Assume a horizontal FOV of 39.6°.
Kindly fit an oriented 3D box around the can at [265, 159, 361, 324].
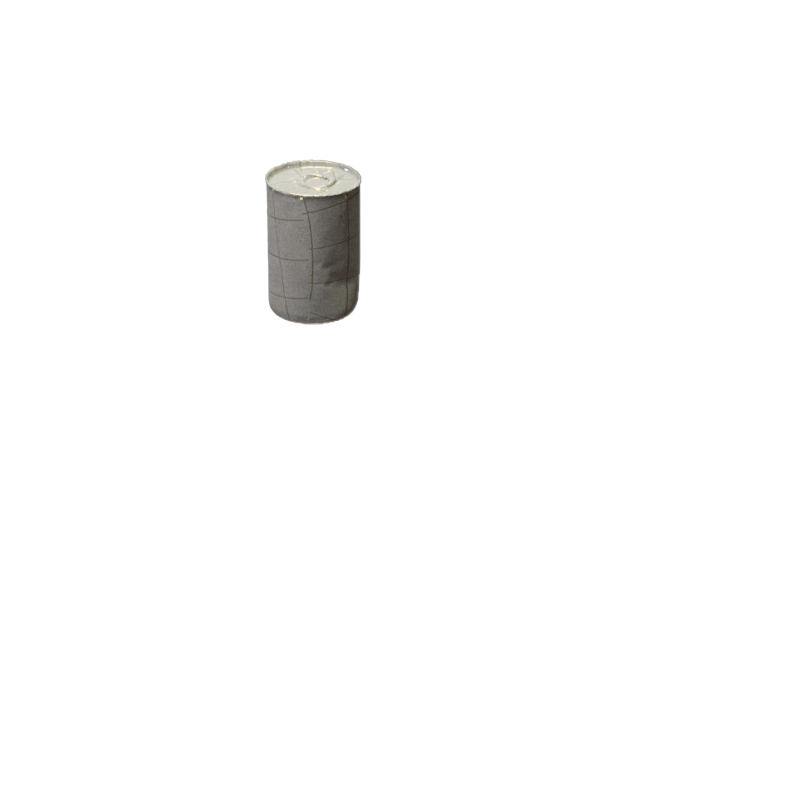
[{"bbox_3d":[-0.063,-0.114,0.802,0.068,0.096,0.073,0,29,-2],"label":"can"}]
